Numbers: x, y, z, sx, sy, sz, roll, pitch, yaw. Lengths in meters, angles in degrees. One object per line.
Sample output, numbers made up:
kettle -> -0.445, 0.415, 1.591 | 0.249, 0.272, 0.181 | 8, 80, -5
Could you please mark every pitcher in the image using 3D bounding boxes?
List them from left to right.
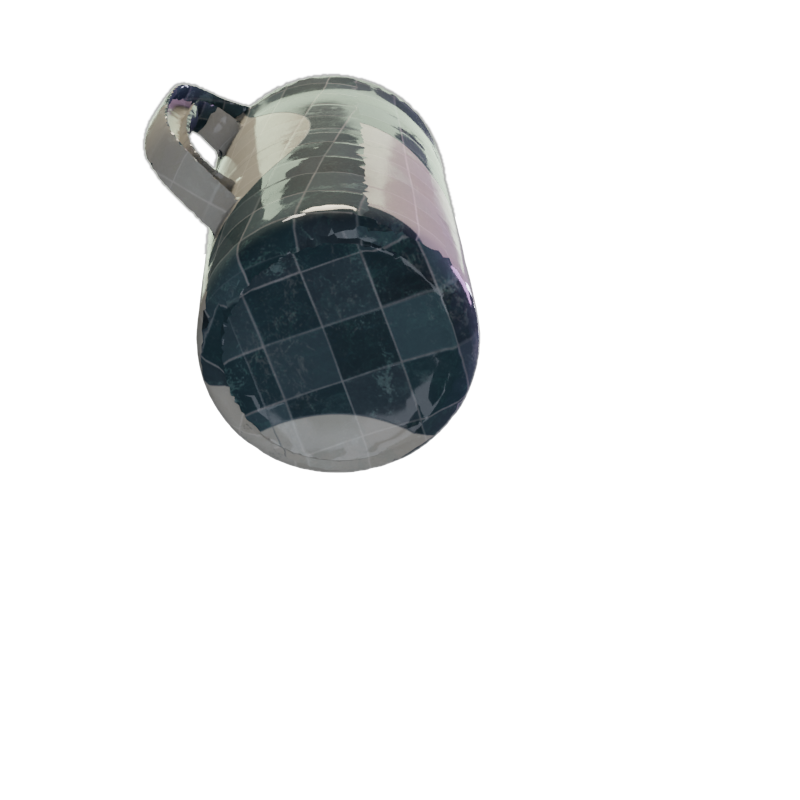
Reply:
pitcher -> -0.041, -0.075, 0.523 | 0.149, 0.138, 0.255 | -9, 23, 0
